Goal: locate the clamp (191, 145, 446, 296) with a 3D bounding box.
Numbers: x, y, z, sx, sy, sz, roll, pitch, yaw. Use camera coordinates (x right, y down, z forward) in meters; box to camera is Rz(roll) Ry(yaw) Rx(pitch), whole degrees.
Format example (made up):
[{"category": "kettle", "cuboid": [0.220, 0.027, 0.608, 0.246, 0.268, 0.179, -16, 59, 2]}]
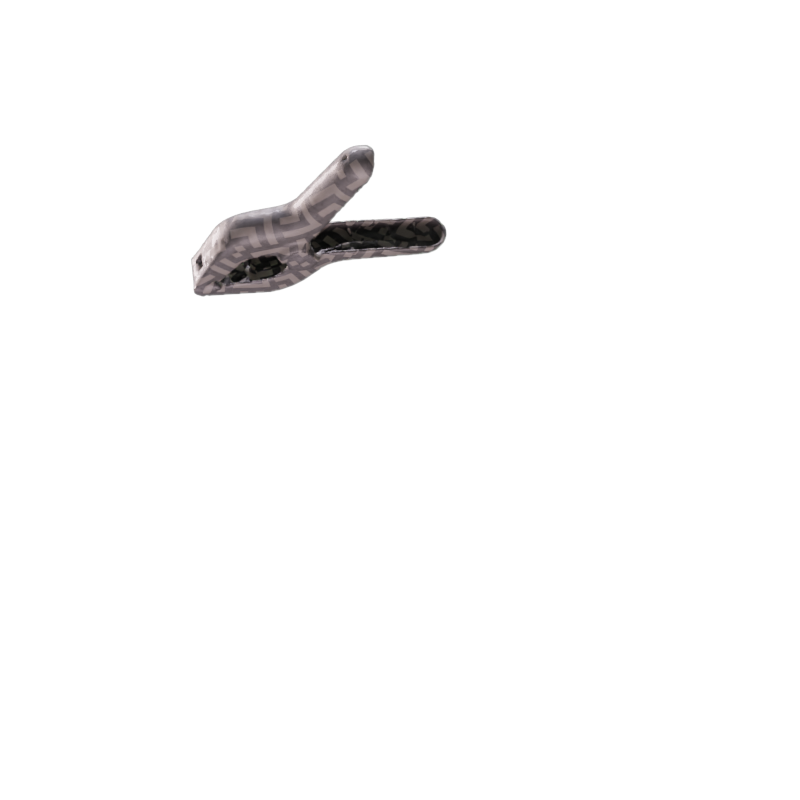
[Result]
[{"category": "clamp", "cuboid": [-0.057, -0.105, 0.733, 0.173, 0.042, 0.112, -19, -34, 31]}]
